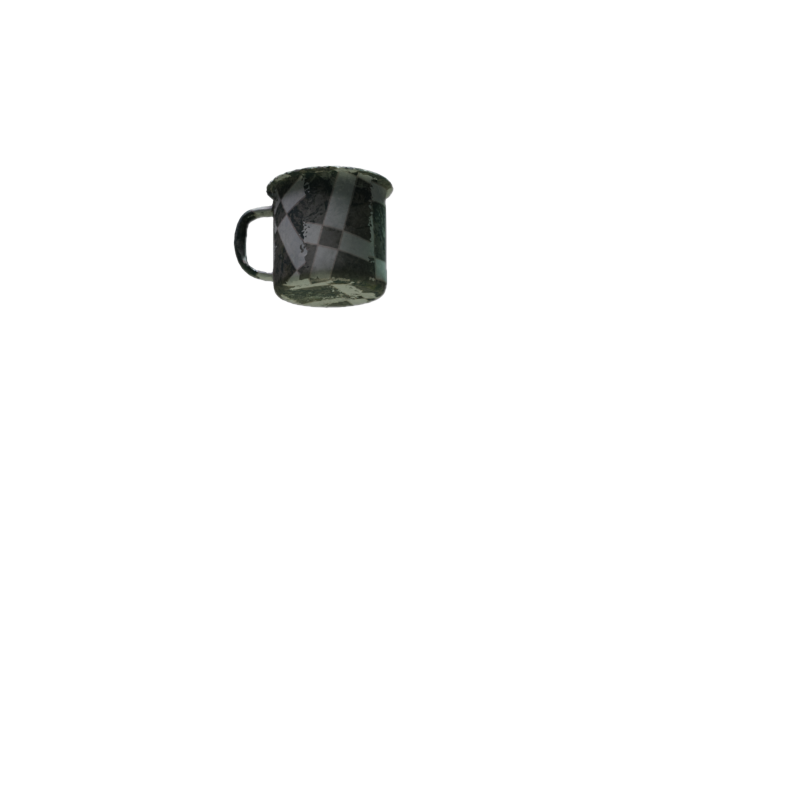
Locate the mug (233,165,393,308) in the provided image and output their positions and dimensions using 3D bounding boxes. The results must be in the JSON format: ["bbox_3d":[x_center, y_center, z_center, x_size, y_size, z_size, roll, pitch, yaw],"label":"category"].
[{"bbox_3d":[-0.063,-0.114,0.801,0.118,0.085,0.089,-1,-13,5],"label":"mug"}]
